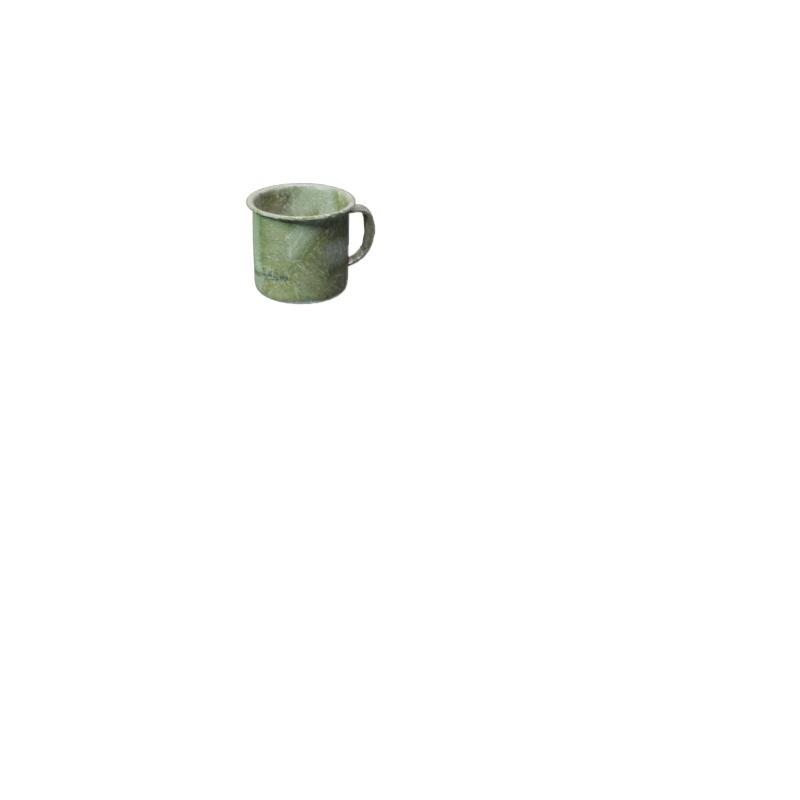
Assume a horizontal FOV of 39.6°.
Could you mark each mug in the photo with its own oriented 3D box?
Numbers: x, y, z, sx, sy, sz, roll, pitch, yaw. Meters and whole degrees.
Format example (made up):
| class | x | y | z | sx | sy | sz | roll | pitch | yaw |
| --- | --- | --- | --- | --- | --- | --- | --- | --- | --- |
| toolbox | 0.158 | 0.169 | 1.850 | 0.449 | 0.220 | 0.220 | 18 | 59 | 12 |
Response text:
| class | x | y | z | sx | sy | sz | roll | pitch | yaw |
| --- | --- | --- | --- | --- | --- | --- | --- | --- | --- |
| mug | -0.075 | -0.136 | 0.956 | 0.115 | 0.077 | 0.100 | -14 | 29 | -28 |
